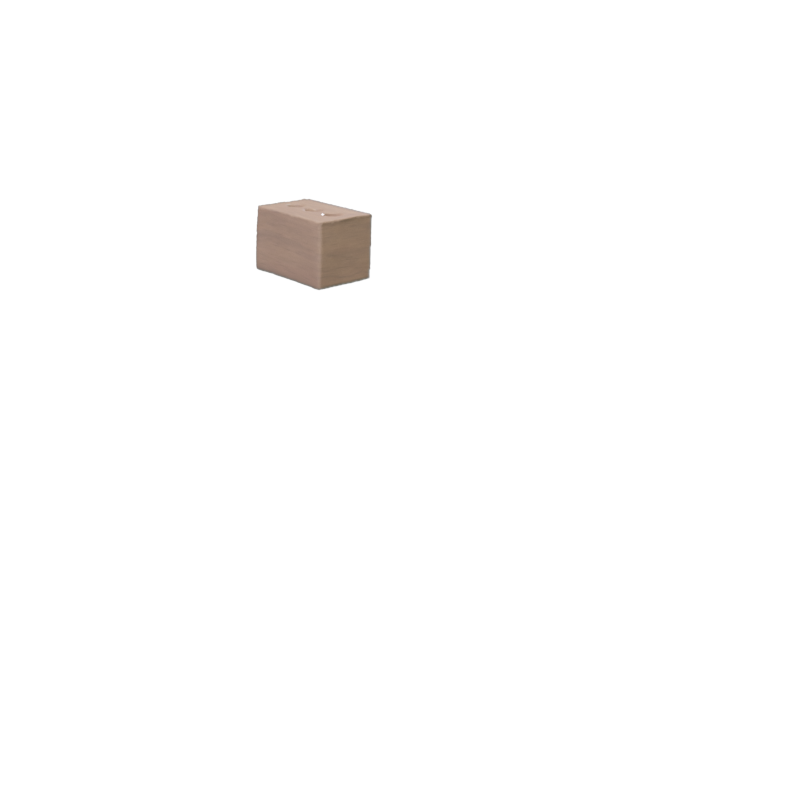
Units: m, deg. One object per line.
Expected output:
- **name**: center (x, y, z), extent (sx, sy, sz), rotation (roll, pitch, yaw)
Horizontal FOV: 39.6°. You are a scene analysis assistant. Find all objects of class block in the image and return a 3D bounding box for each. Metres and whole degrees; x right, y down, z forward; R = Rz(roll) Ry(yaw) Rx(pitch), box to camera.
- **block**: center (-0.066, -0.120, 0.837), extent (0.052, 0.049, 0.083), rotation (-15, 24, -39)
